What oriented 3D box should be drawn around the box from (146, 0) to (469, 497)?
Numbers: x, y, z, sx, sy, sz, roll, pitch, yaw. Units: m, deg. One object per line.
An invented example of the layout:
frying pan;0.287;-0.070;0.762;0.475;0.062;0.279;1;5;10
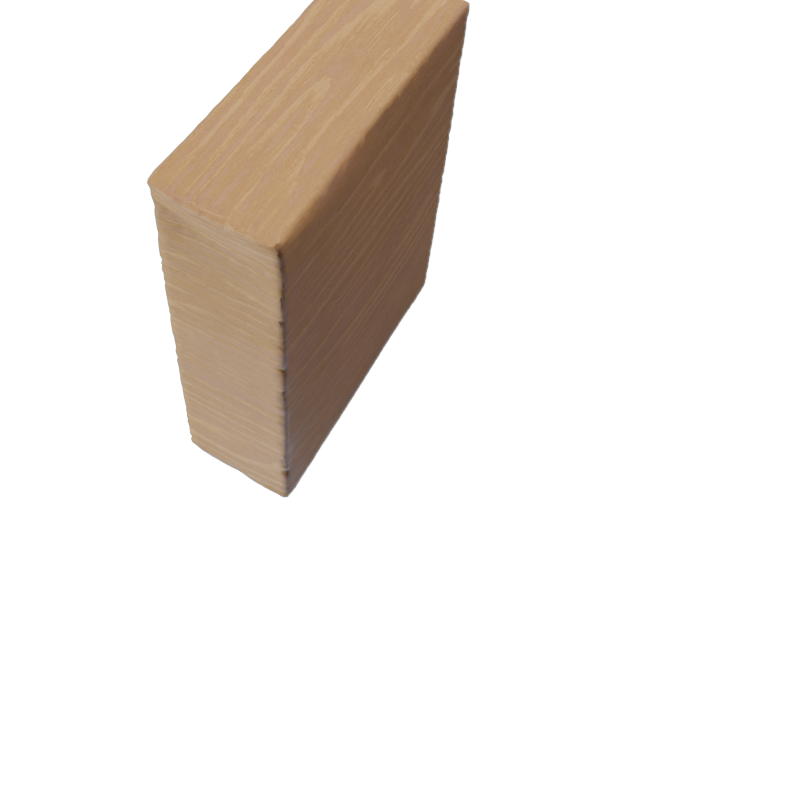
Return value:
box;-0.042;-0.077;0.540;0.074;0.170;0.200;25;-32;12
